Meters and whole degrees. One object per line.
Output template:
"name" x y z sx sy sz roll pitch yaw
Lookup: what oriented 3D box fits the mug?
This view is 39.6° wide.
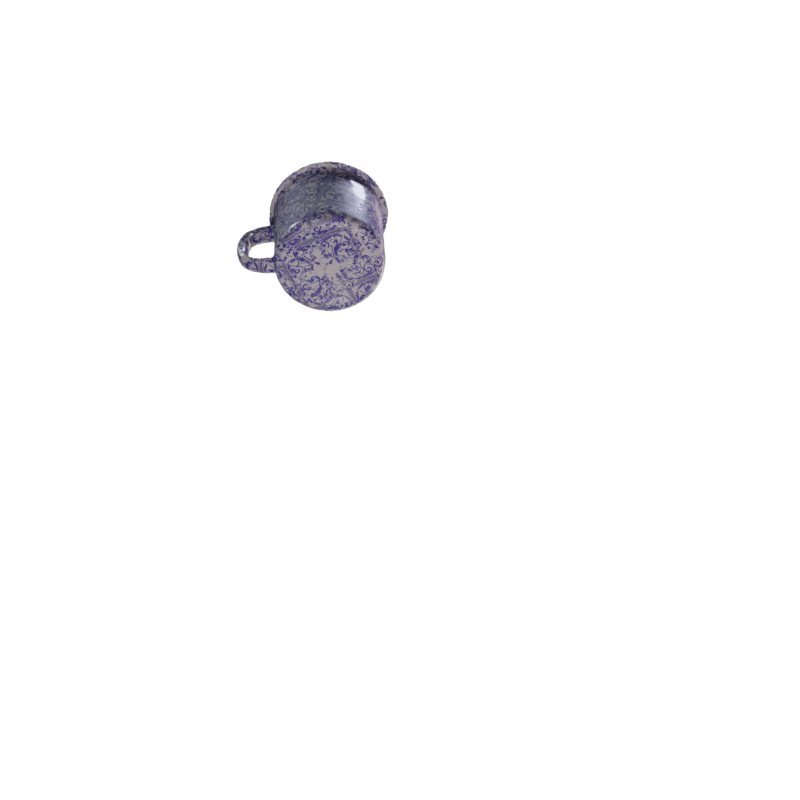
"mug" -0.065 -0.119 0.835 0.117 0.087 0.087 -6 33 2
